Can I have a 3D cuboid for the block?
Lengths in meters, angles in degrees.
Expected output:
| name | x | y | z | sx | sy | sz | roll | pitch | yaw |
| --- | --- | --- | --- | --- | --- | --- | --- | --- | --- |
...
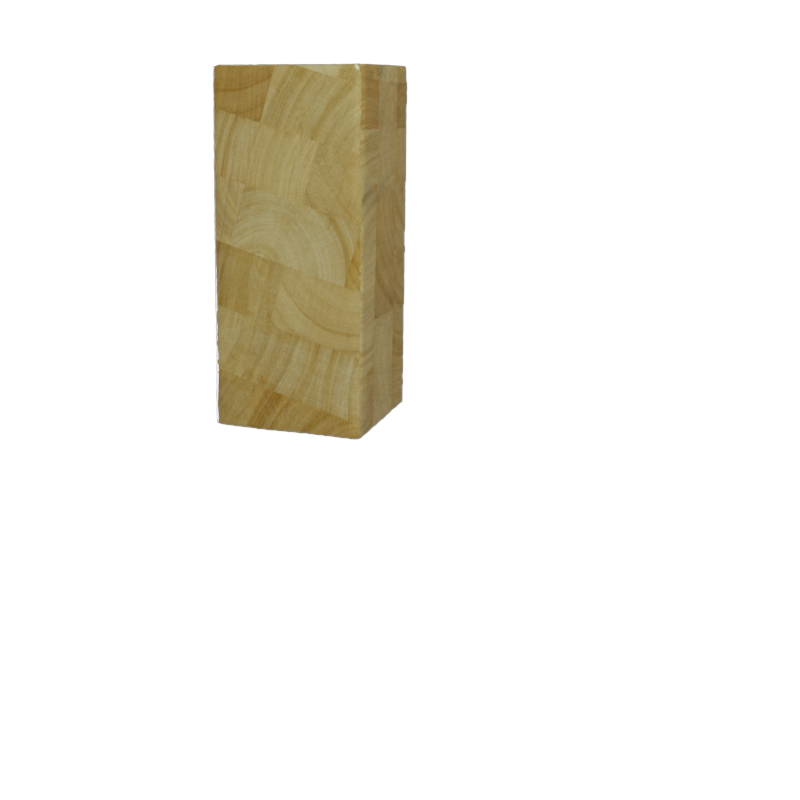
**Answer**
| name | x | y | z | sx | sy | sz | roll | pitch | yaw |
| --- | --- | --- | --- | --- | --- | --- | --- | --- | --- |
| block | -0.051 | -0.093 | 0.652 | 0.093 | 0.202 | 0.090 | 4 | 10 | 19 |
